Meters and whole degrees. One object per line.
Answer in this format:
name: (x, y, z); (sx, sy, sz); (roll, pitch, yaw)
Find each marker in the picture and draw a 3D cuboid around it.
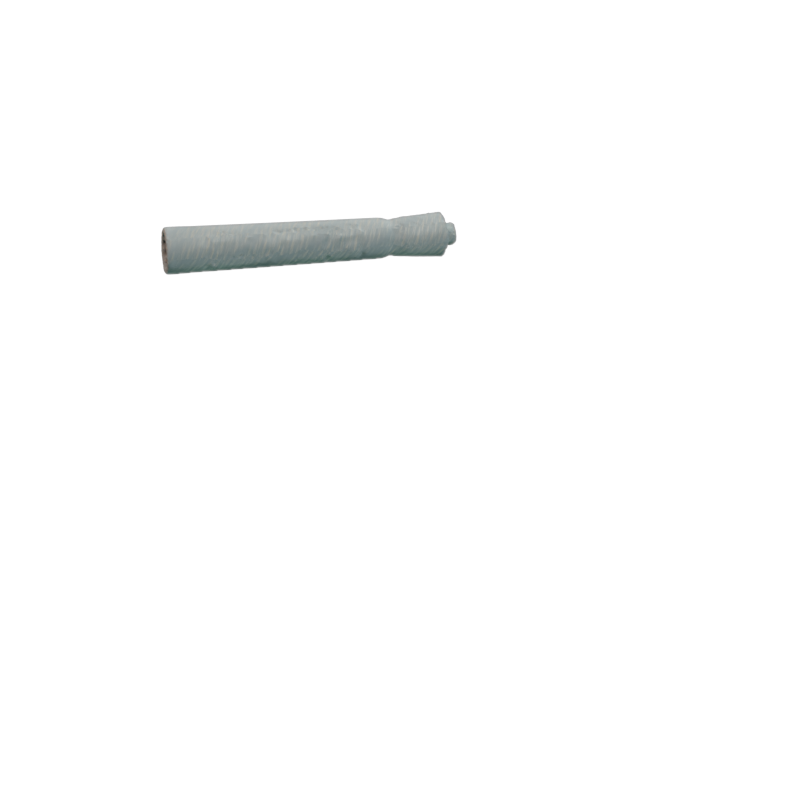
marker: (-0.035, -0.064, 0.448); (0.119, 0.020, 0.020); (-6, 6, -15)
